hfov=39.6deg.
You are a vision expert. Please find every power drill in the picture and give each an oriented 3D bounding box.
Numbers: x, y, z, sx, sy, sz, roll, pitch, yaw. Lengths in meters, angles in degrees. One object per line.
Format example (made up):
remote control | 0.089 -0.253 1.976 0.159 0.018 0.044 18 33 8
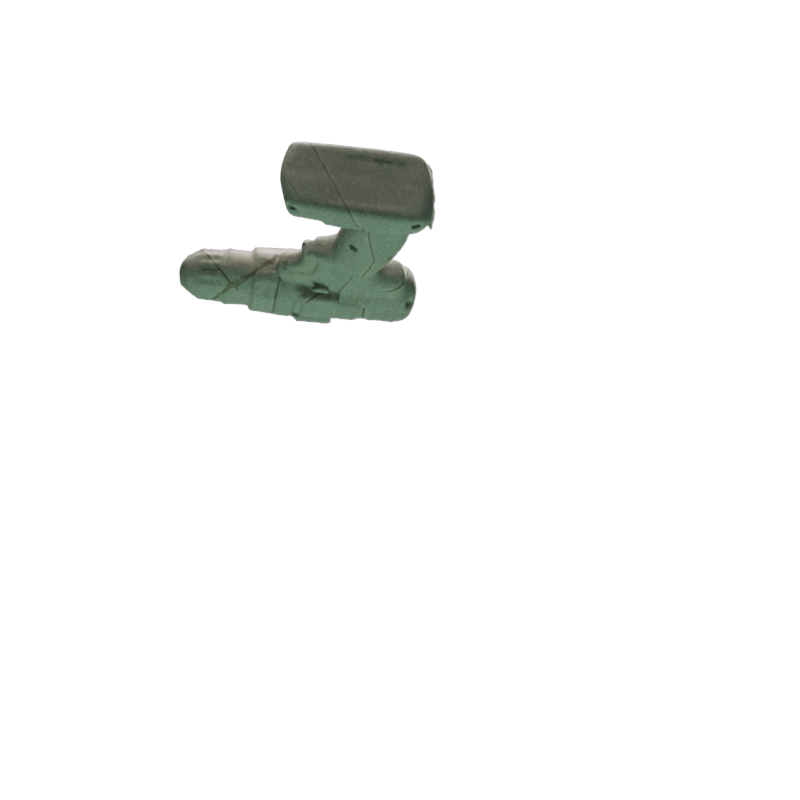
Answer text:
power drill | -0.063 -0.115 0.805 0.182 0.060 0.181 4 -21 -11
